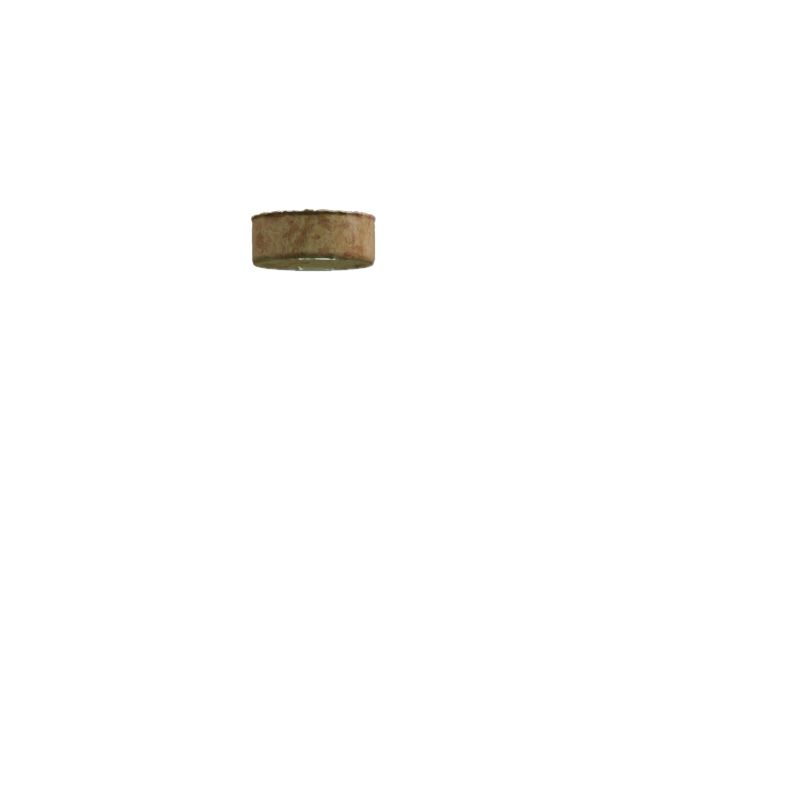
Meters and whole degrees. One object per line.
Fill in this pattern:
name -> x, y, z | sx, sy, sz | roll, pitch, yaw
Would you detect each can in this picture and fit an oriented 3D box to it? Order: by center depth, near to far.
can -> -0.059, -0.108, 0.760 | 0.086, 0.034, 0.085 | 0, 0, -2
